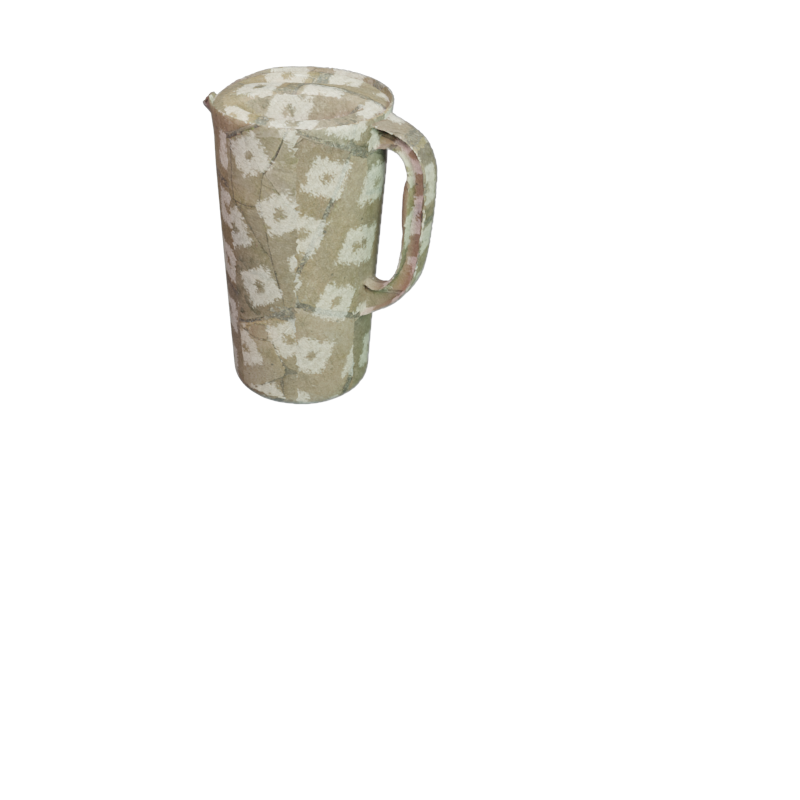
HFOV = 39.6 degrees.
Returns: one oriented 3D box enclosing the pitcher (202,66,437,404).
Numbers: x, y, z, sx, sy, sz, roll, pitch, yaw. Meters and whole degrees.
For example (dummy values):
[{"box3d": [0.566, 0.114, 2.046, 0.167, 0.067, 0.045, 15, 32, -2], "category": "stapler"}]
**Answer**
[{"box3d": [-0.066, -0.119, 0.837, 0.143, 0.229, 0.161, -8, 31, -16], "category": "pitcher"}]
